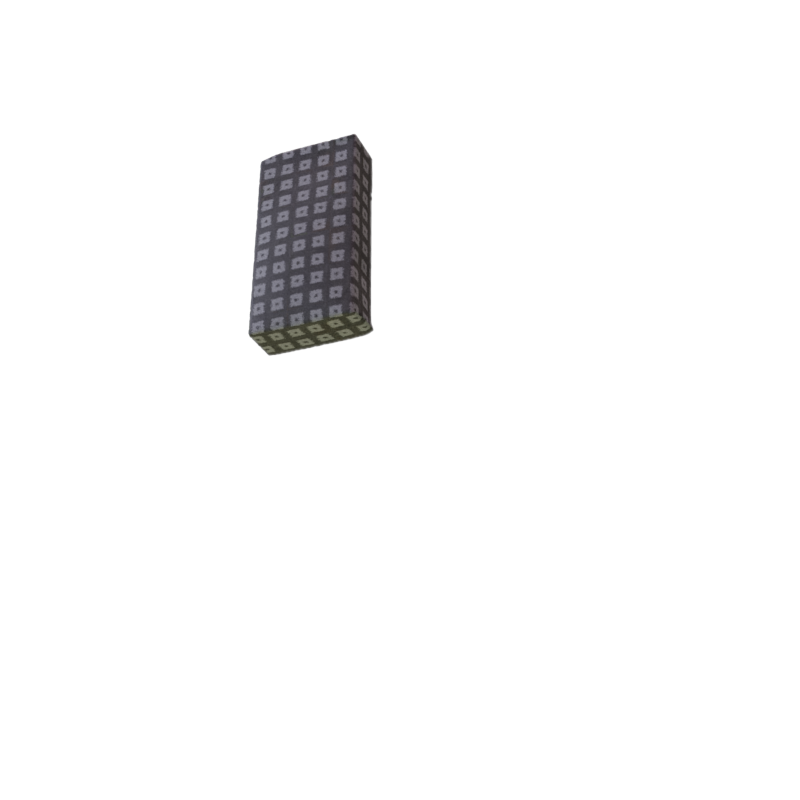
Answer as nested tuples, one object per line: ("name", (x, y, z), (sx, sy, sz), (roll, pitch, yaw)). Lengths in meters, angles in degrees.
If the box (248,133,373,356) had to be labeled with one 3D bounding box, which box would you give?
("box", (-0.071, -0.130, 0.907), (0.095, 0.188, 0.044), (-13, -32, 19))
